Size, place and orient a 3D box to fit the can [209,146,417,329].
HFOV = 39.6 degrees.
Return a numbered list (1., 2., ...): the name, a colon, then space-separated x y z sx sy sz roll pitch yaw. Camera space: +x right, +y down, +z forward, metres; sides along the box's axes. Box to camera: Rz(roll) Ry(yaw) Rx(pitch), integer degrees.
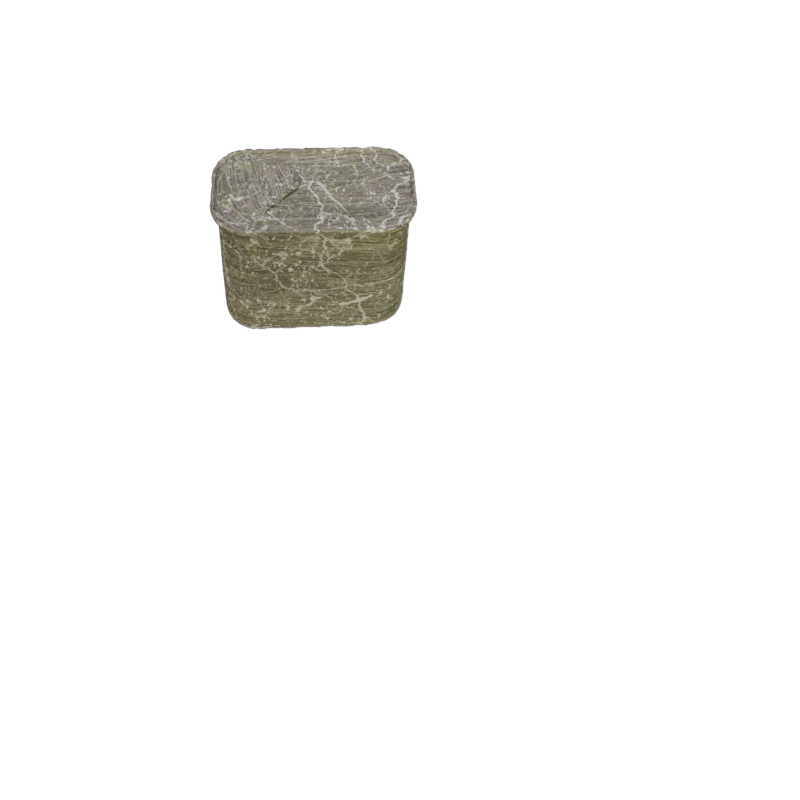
1. can: -0.046 -0.083 0.580 0.102 0.062 0.078 -1 -36 -2
